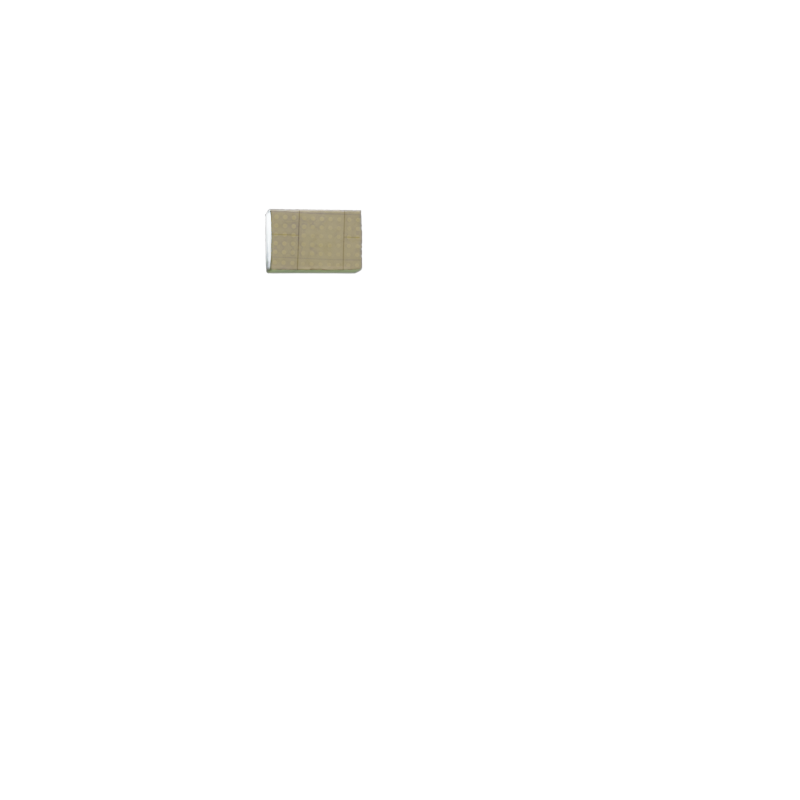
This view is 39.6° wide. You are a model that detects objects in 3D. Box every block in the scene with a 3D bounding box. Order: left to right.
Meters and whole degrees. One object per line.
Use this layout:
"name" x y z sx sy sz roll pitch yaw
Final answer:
"block" -0.073 -0.132 0.928 0.077 0.052 0.053 0 0 -8
